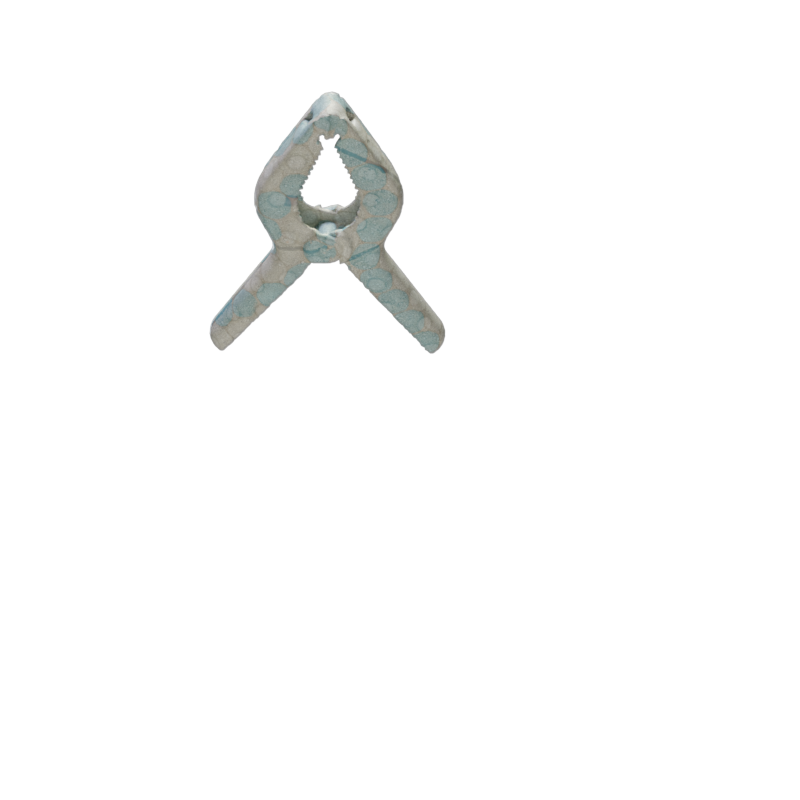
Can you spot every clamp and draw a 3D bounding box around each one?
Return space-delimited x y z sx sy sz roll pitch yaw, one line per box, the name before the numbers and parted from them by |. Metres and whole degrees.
clamp | -0.057 -0.104 0.729 0.165 0.195 0.039 -4 42 3
